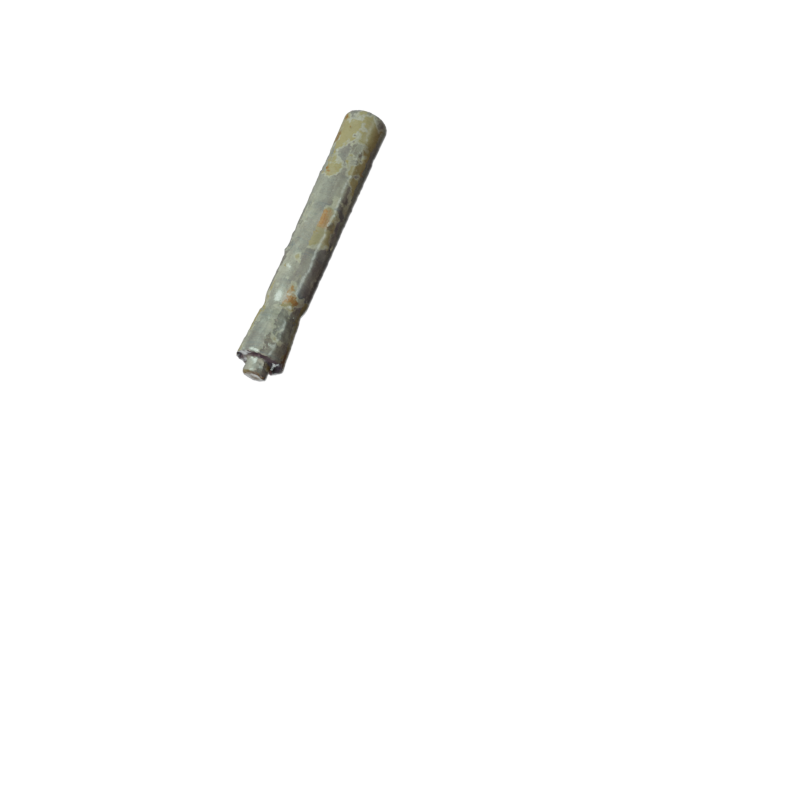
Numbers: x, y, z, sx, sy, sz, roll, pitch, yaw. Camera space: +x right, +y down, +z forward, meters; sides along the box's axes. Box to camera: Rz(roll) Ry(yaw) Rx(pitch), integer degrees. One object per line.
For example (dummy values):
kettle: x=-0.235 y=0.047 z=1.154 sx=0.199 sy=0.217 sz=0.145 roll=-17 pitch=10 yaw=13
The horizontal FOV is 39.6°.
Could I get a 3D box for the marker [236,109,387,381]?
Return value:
marker: x=-0.034 y=-0.062 z=0.434 sx=0.020 sy=0.126 sz=0.019 roll=18 pitch=-26 yaw=6
